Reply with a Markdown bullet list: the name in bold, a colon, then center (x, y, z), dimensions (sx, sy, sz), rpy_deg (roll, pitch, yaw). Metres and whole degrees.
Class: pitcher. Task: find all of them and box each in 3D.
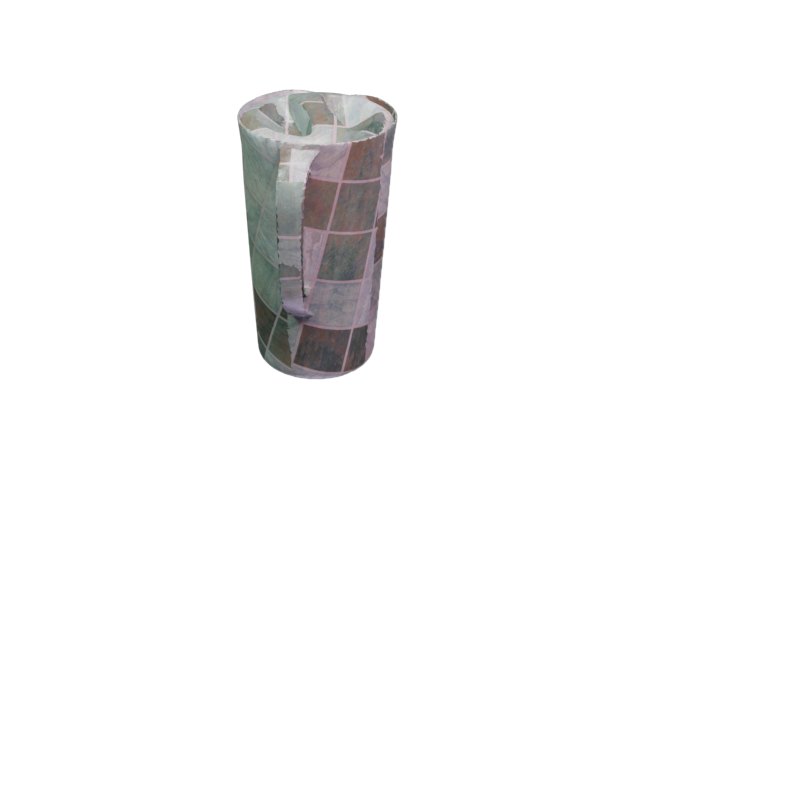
- **pitcher**: center (-0.076, -0.138, 0.966), dimensions (0.147, 0.229, 0.156), rpy_deg (-19, 36, -32)
